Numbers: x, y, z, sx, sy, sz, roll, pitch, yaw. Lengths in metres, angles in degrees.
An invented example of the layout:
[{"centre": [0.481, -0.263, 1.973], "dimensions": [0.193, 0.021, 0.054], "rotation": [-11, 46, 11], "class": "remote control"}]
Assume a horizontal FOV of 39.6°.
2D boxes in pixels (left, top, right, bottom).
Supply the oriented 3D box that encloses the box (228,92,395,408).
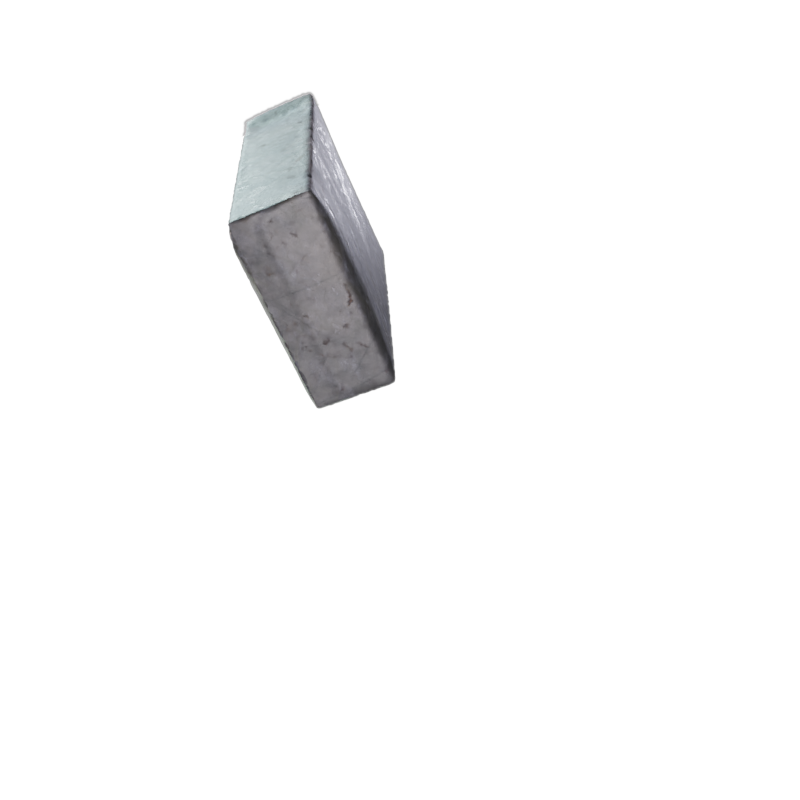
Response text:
[{"centre": [-0.067, -0.123, 0.862], "dimensions": [0.072, 0.154, 0.227], "rotation": [-21, 29, 9], "class": "box"}]
